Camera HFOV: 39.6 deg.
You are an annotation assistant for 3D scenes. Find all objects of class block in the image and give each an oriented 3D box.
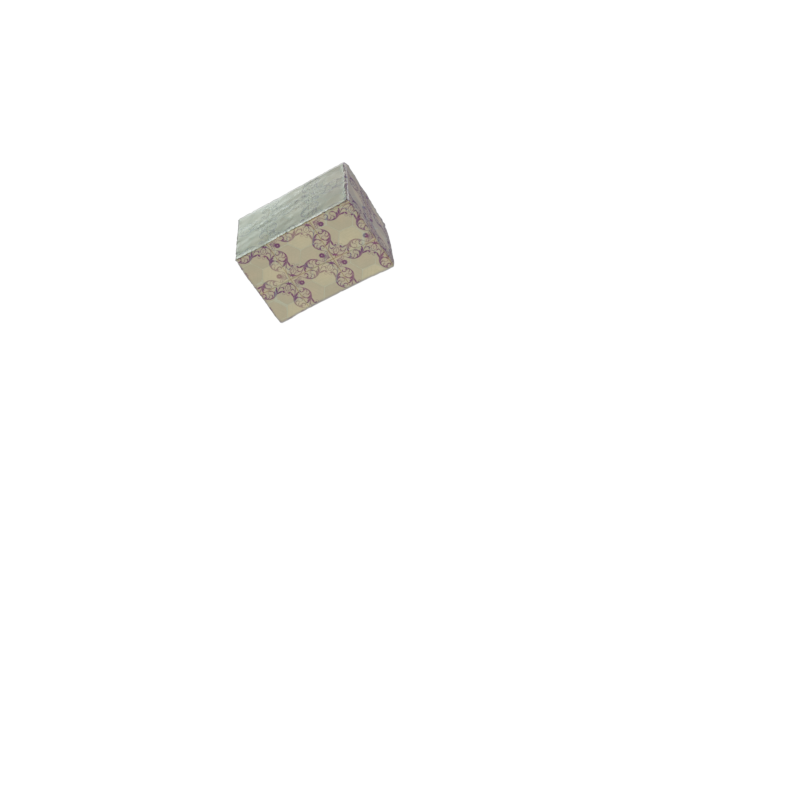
[{"bbox_3d":[-0.051,-0.093,0.650,0.078,0.049,0.055,-25,31,14],"label":"block"}]
